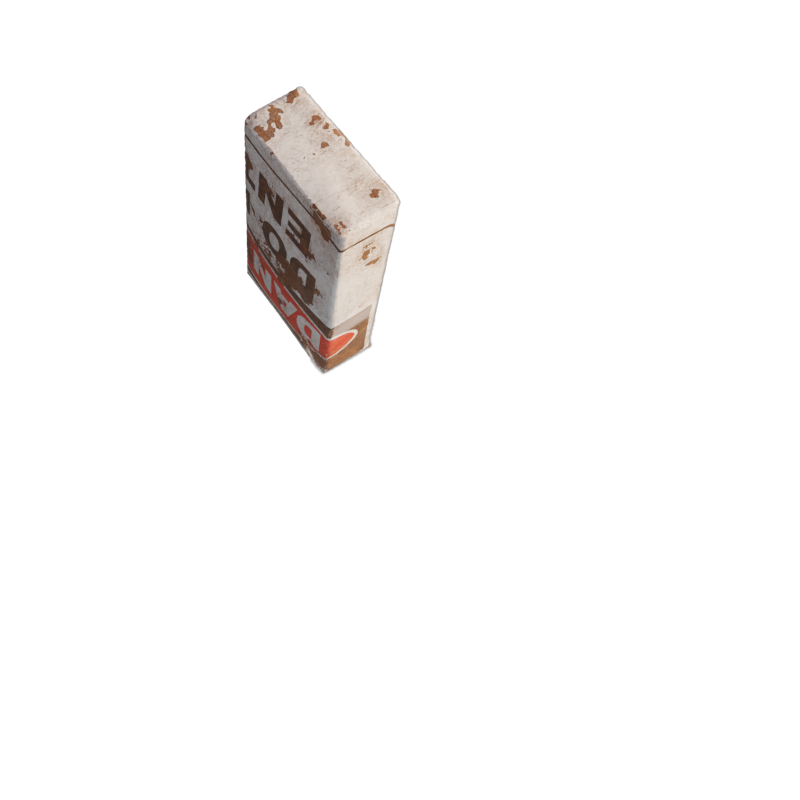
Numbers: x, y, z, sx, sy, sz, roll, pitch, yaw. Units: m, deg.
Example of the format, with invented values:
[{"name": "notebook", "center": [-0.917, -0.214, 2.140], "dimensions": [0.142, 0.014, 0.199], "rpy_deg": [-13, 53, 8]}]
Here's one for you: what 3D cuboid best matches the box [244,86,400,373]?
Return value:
[{"name": "box", "center": [-0.051, -0.093, 0.651], "dimensions": [0.048, 0.098, 0.167], "rpy_deg": [-32, -18, -16]}]
